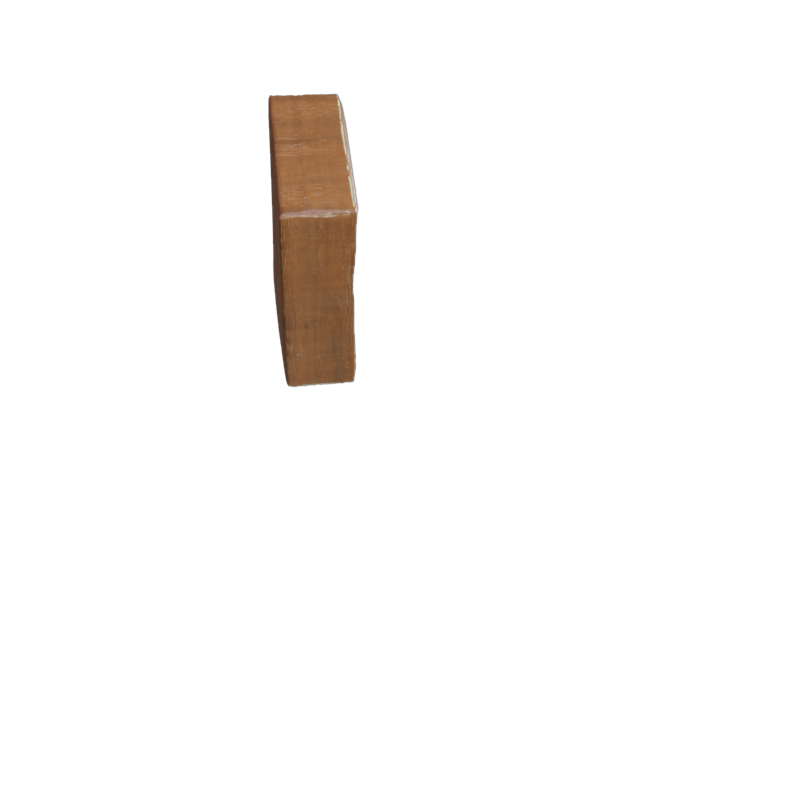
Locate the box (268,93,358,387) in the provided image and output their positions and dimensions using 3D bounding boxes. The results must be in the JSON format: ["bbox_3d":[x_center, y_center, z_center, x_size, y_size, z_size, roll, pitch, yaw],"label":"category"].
[{"bbox_3d":[-0.078,-0.142,0.996,0.071,0.177,0.199,-4,-42,-7],"label":"box"}]
